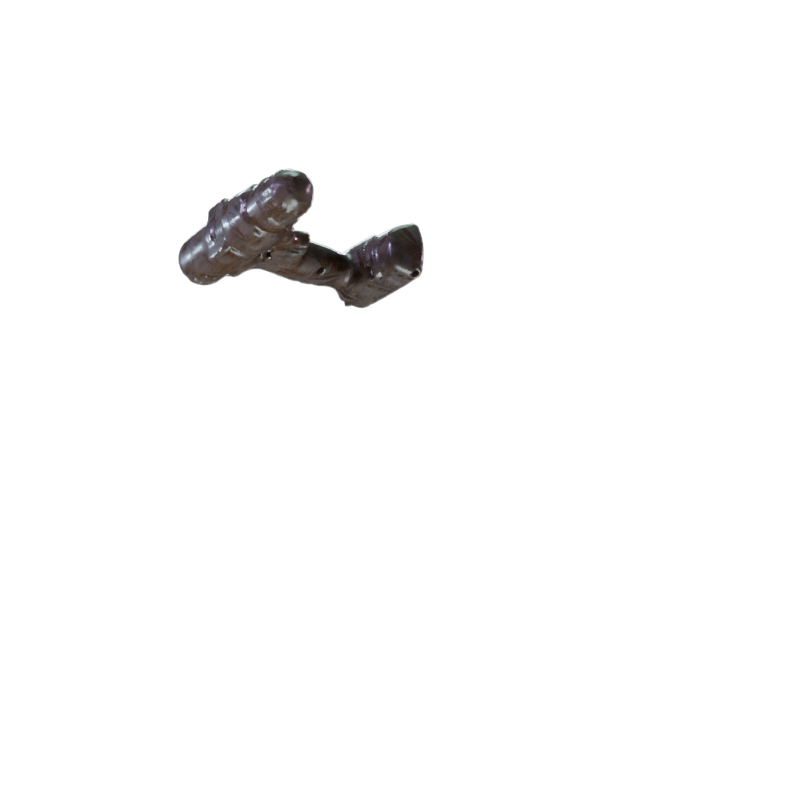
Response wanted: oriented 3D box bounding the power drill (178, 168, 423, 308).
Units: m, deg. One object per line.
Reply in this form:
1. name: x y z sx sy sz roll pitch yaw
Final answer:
1. power drill: -0.075 -0.136 0.956 0.179 0.060 0.185 11 -20 -33
